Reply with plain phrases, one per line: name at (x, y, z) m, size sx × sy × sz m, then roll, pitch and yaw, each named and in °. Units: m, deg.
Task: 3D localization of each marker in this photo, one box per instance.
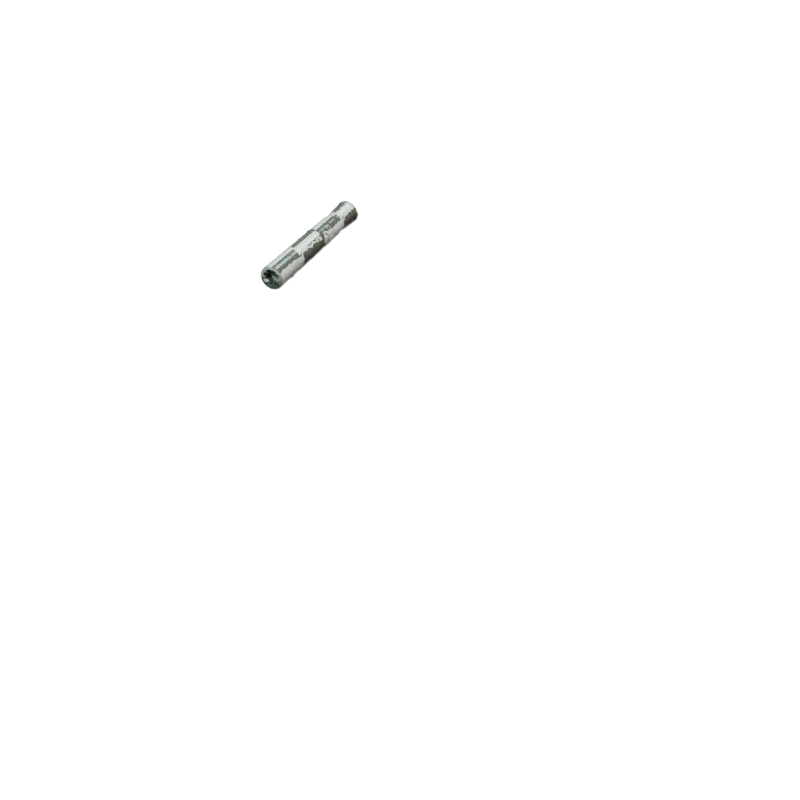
marker at (-0.066, -0.120, 0.842) m, size 0.020 × 0.019 × 0.124 m, roll 2°, pitch 33°, yaw 30°
